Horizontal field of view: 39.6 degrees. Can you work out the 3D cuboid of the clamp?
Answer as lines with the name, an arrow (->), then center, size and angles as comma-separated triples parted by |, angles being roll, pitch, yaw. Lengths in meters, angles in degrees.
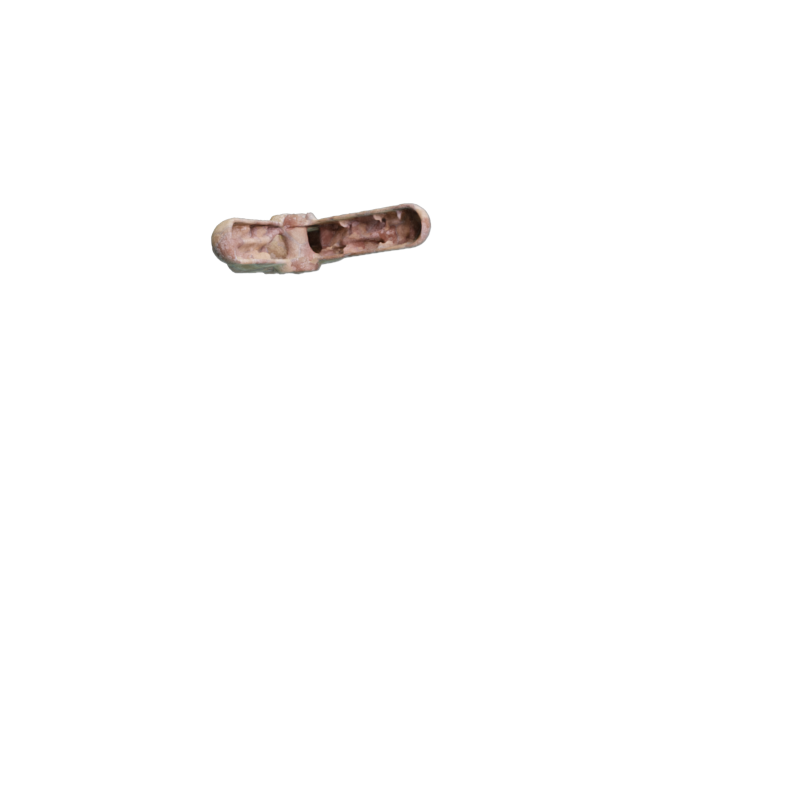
clamp -> -0.052, -0.095, 0.662 | 0.119, 0.039, 0.174 | -1, 6, -8
